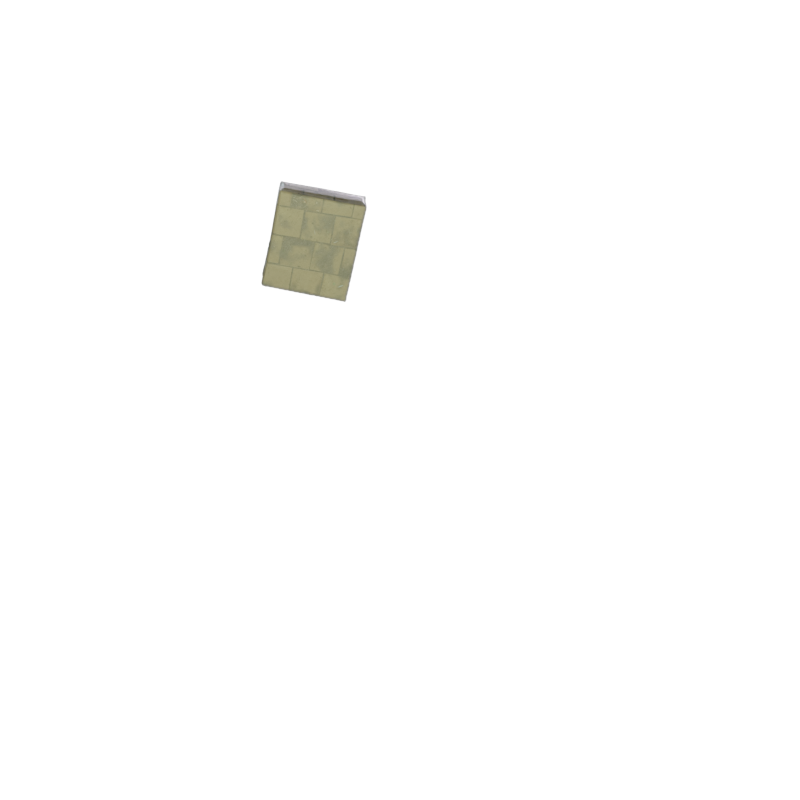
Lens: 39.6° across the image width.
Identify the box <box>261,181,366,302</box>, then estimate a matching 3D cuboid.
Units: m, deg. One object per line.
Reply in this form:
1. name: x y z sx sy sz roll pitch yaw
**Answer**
1. box: -0.073 -0.132 0.926 0.072 0.086 0.032 11 22 -5
